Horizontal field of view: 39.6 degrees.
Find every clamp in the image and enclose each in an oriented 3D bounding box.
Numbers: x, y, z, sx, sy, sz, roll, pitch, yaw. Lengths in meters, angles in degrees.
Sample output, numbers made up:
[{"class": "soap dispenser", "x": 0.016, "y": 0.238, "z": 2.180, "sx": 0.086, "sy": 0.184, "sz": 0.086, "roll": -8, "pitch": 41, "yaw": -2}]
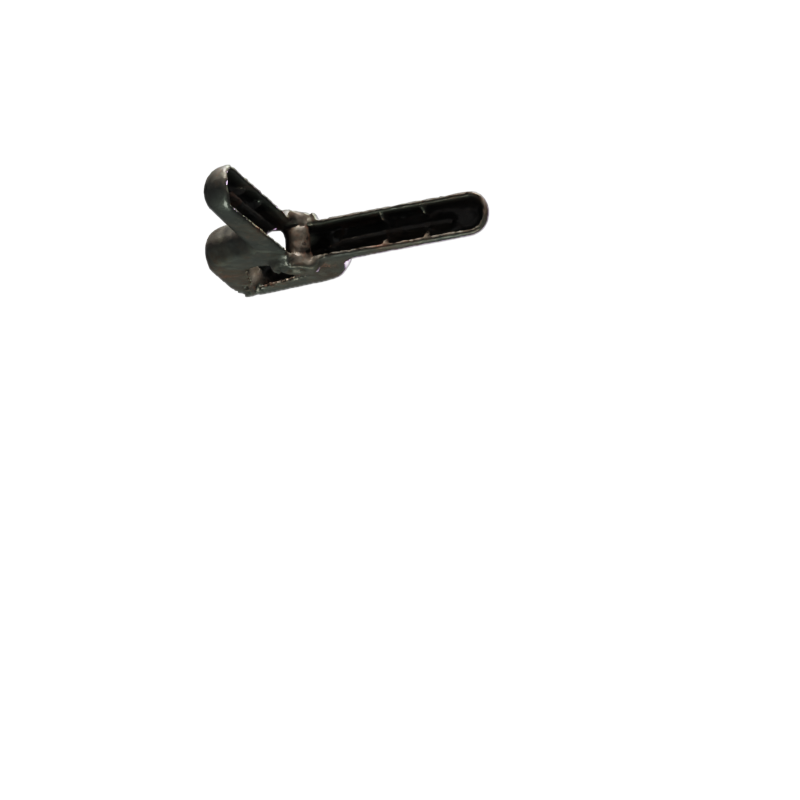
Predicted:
[{"class": "clamp", "x": -0.053, "y": -0.097, "z": 0.681, "sx": 0.161, "sy": 0.037, "sz": 0.209, "roll": 2, "pitch": -8, "yaw": -17}]
